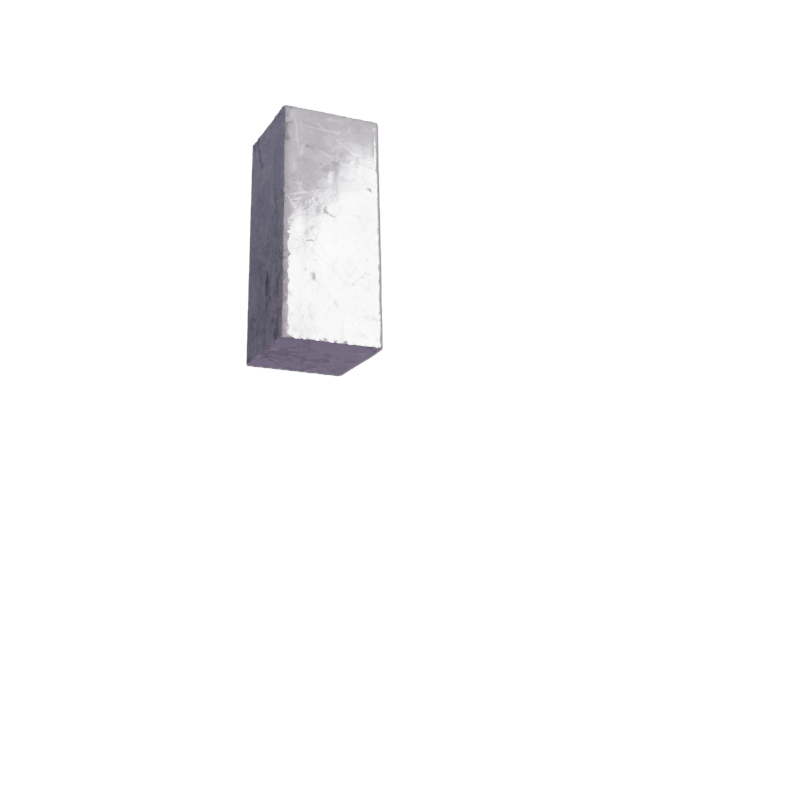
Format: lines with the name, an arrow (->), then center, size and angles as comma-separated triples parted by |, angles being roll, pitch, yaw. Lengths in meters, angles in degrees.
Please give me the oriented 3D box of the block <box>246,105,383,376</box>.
block -> -0.074, -0.135, 0.949 | 0.088, 0.217, 0.089 | 8, -23, -23
